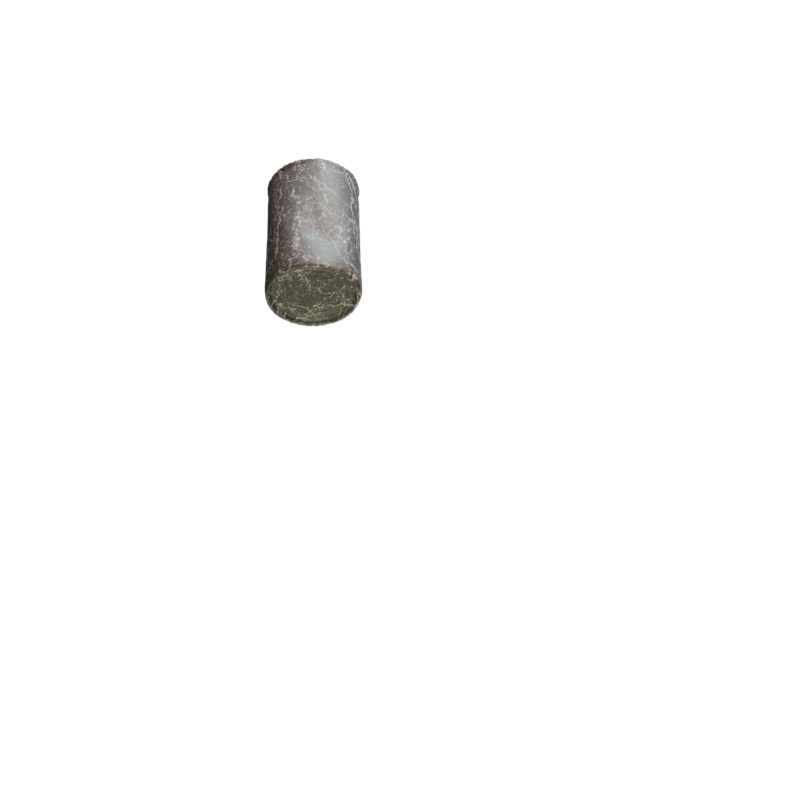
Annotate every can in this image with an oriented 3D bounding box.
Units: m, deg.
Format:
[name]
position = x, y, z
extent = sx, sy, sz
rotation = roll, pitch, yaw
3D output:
[can]
position = -0.061, -0.112, 0.785
extent = 0.068, 0.110, 0.064
rotation = -1, -39, -3
